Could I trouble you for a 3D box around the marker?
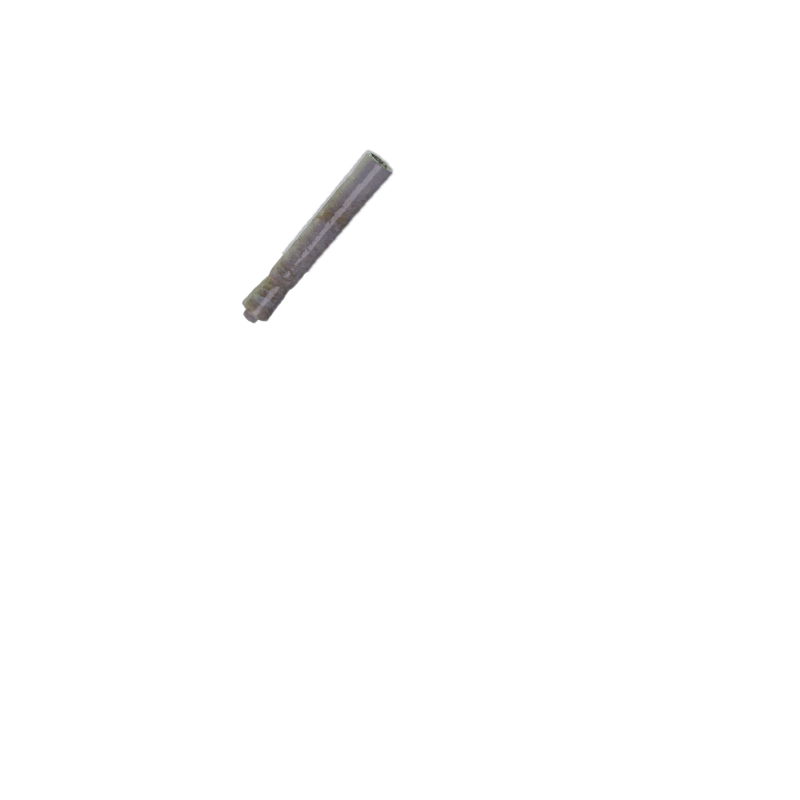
[{"bbox_3d":[-0.050,-0.090,0.633,0.019,0.119,0.021,38,16,-16],"label":"marker"}]
